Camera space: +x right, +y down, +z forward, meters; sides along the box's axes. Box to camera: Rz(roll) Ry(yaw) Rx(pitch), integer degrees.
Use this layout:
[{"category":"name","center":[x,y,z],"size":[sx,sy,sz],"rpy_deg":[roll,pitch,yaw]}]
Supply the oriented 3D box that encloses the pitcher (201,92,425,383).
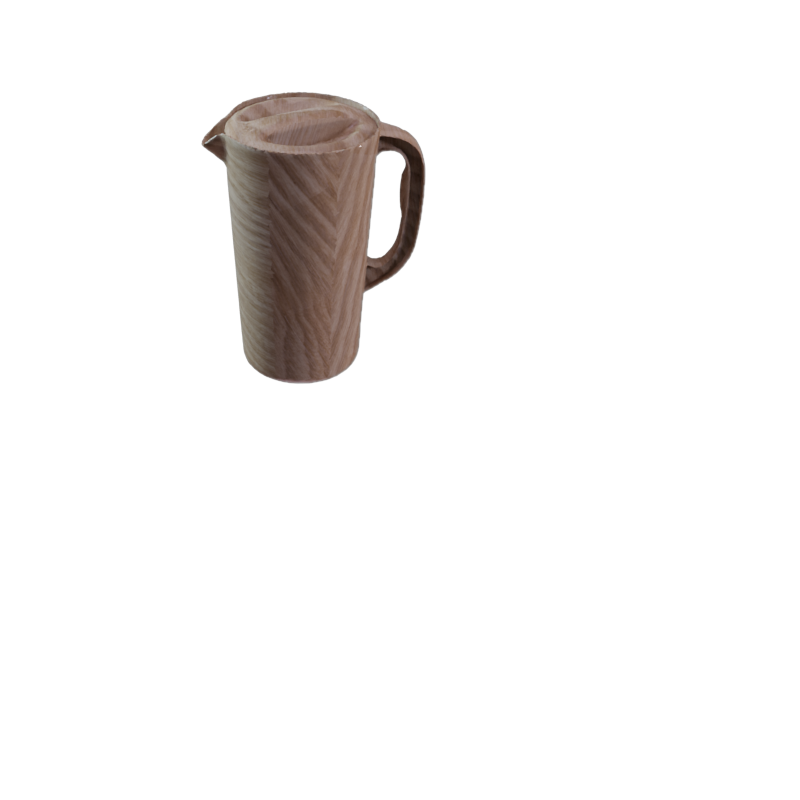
[{"category":"pitcher","center":[-0.076,-0.139,0.977],"size":[0.159,0.228,0.145],"rpy_deg":[27,40,33]}]
